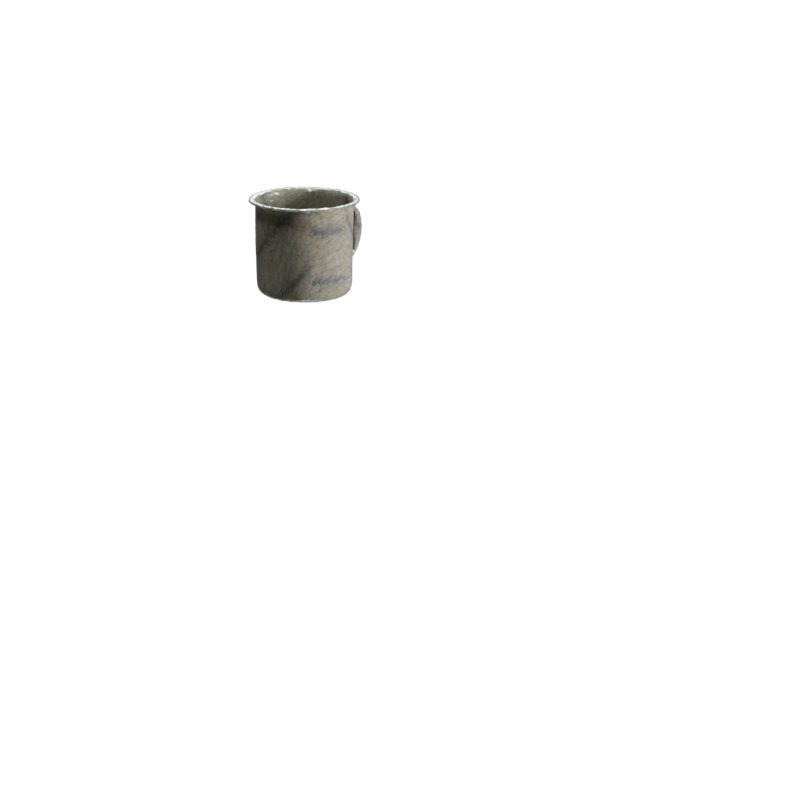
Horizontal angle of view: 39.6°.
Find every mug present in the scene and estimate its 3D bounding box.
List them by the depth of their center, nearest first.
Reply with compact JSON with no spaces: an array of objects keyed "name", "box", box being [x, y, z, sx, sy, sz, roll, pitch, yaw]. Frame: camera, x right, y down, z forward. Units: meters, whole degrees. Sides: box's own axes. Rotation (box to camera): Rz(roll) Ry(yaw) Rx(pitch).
[{"name":"mug","box":[-0.074,-0.135,0.947,0.098,0.078,0.116,14,24,34]}]
